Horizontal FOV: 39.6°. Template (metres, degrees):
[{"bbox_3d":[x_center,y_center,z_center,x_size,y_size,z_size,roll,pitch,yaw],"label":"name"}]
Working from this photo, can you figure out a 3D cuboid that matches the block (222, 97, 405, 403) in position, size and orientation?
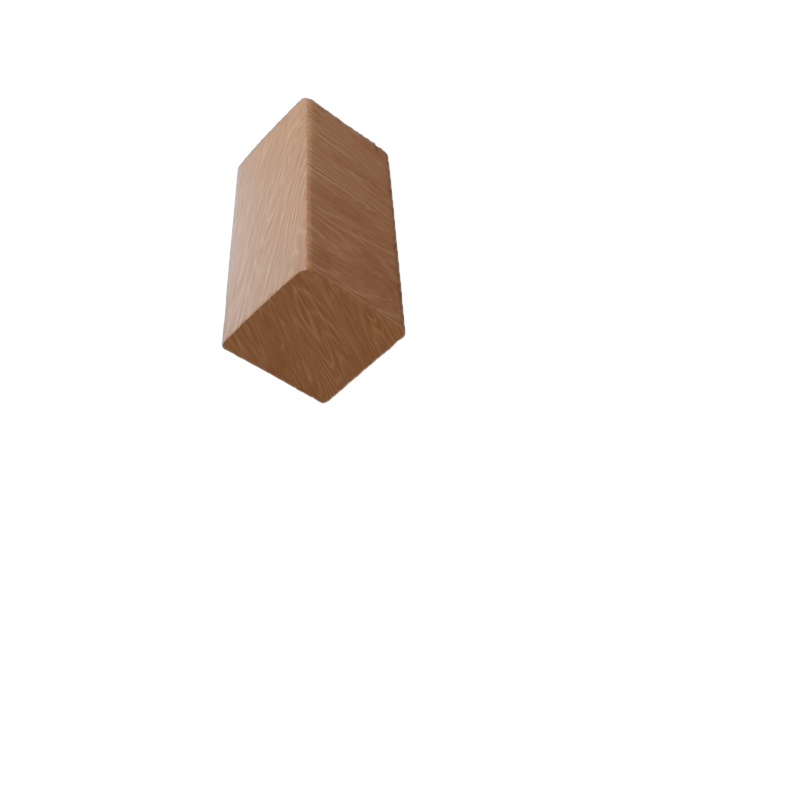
[{"bbox_3d":[-0.063,-0.115,0.805,0.086,0.221,0.089,31,-56,-28],"label":"block"}]
